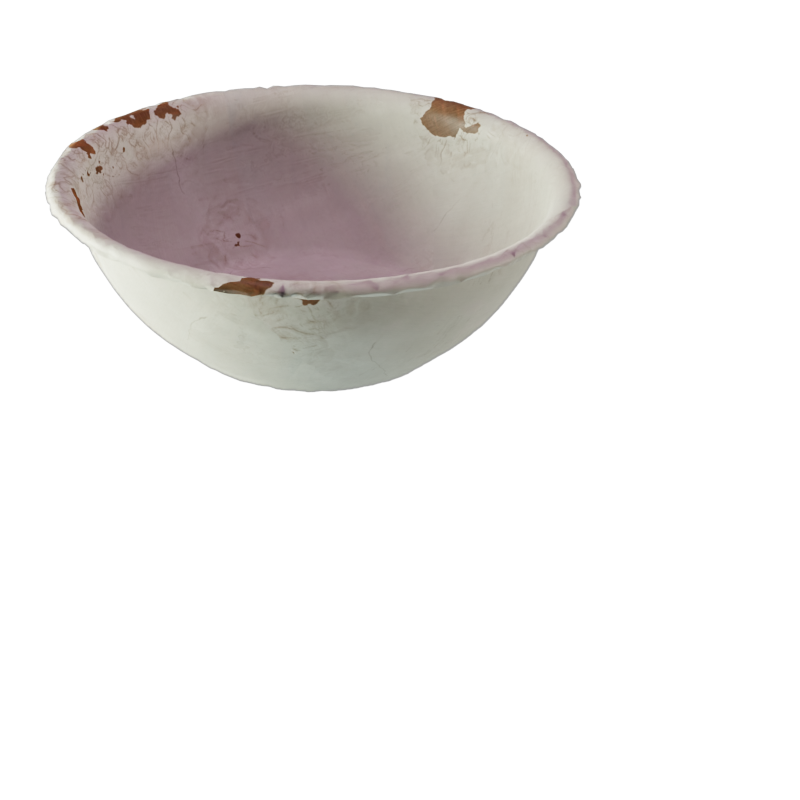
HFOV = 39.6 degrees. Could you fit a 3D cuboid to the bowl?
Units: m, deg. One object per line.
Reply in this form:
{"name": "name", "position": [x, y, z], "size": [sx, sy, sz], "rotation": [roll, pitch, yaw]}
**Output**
{"name": "bowl", "position": [-0.028, -0.050, 0.353], "size": [0.162, 0.052, 0.172], "rotation": [-1, 32, -2]}
